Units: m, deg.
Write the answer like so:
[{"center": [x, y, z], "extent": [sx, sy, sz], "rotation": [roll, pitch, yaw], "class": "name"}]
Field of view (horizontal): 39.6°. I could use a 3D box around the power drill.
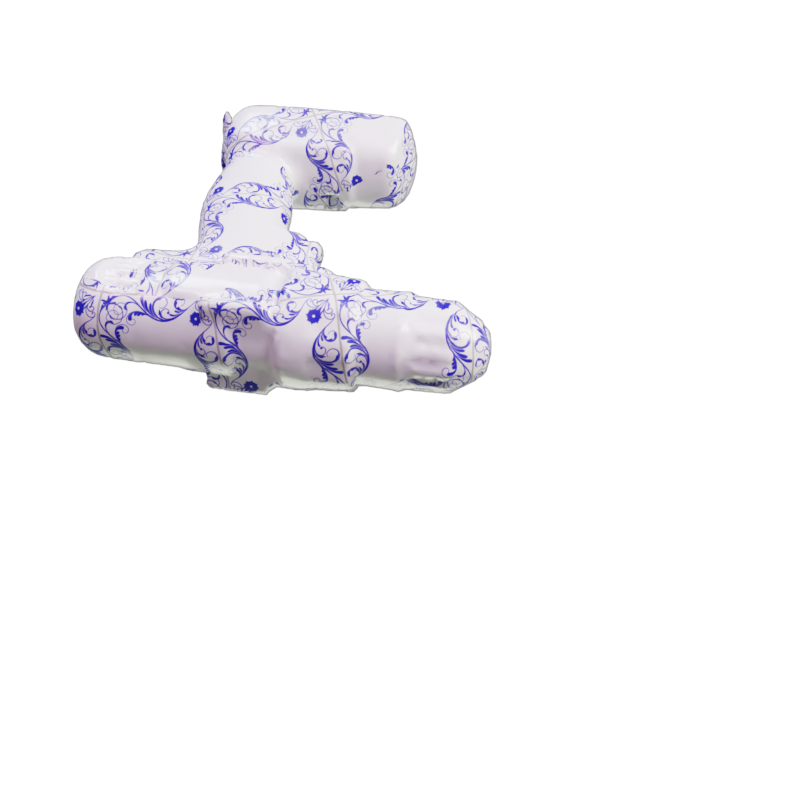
[{"center": [-0.042, -0.077, 0.537], "extent": [0.187, 0.054, 0.197], "rotation": [7, 38, 9], "class": "power drill"}]
